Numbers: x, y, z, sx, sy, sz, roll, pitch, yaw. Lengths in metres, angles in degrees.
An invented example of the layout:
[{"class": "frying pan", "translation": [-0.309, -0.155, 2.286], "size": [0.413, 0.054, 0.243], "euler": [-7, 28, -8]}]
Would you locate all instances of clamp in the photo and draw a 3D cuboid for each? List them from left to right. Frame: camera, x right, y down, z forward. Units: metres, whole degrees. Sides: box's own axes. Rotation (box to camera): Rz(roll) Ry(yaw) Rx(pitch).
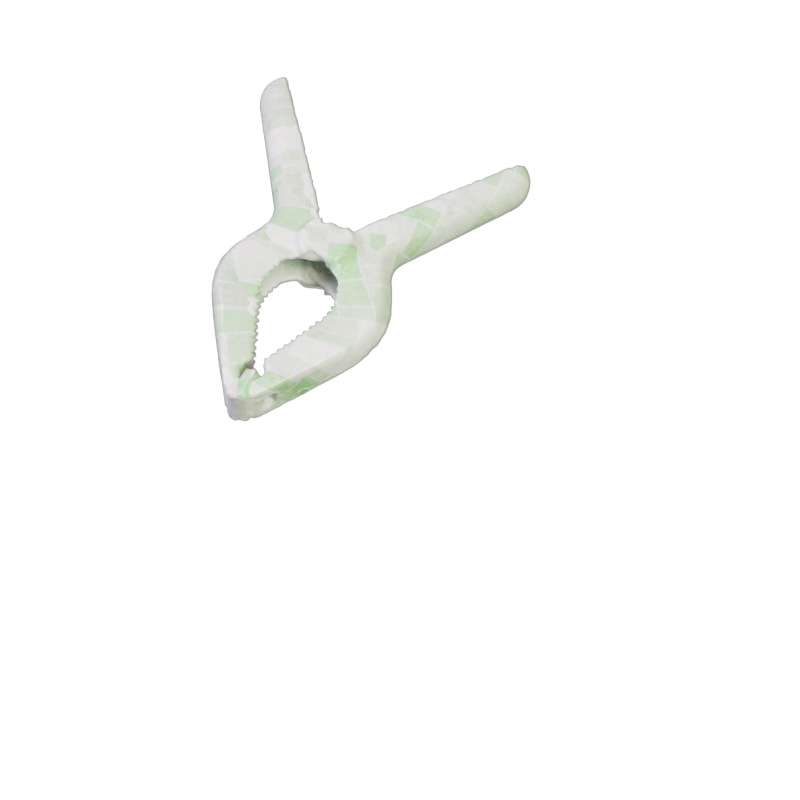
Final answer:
[{"class": "clamp", "translation": [-0.047, -0.085, 0.596], "size": [0.171, 0.216, 0.034], "euler": [27, -29, 16]}]
